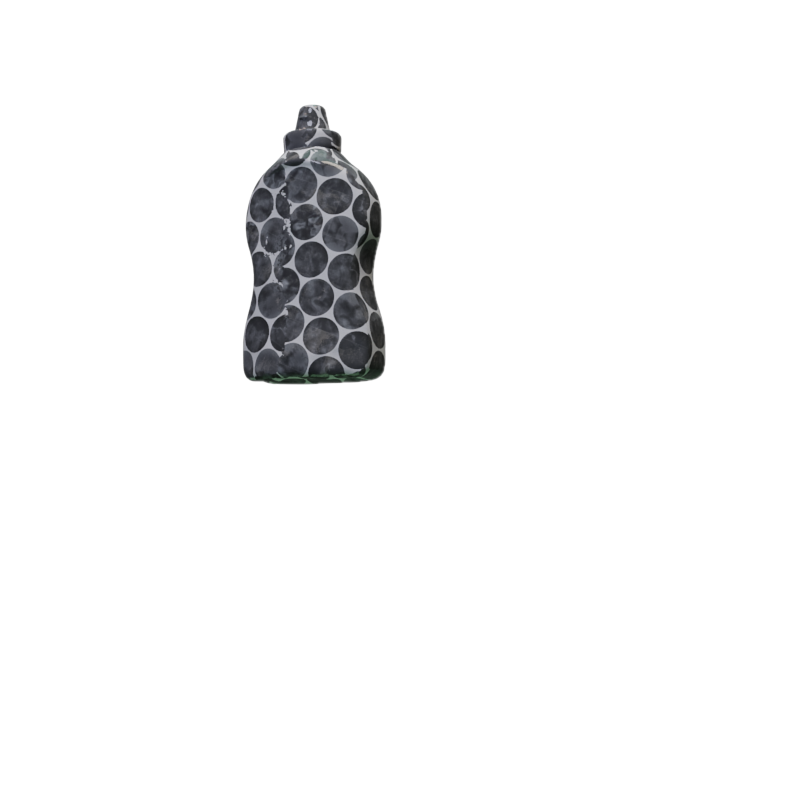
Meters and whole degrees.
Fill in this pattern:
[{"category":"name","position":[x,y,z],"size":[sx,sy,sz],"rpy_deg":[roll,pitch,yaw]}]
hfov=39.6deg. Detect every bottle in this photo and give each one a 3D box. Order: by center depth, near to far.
[{"category":"bottle","position":[-0.060,-0.109,0.762],"size":[0.098,0.197,0.055],"rpy_deg":[-6,-12,27]}]
